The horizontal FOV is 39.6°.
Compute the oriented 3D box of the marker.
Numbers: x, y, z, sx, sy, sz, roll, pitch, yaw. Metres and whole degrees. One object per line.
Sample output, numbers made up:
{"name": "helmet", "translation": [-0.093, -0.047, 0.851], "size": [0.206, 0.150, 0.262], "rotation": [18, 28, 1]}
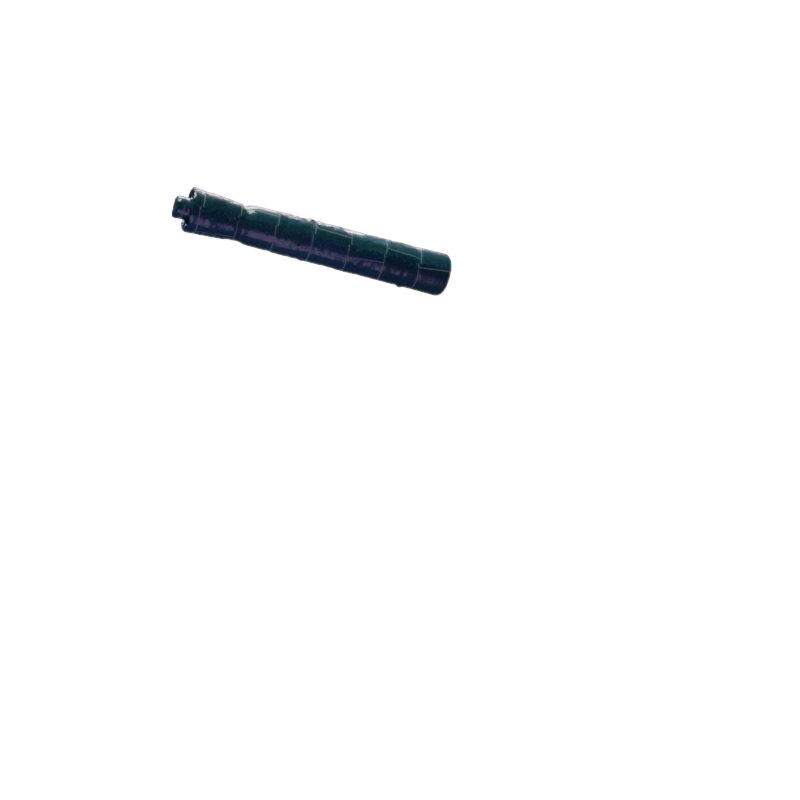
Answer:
{"name": "marker", "translation": [-0.036, -0.066, 0.465], "size": [0.117, 0.020, 0.020], "rotation": [12, 0, -17]}
